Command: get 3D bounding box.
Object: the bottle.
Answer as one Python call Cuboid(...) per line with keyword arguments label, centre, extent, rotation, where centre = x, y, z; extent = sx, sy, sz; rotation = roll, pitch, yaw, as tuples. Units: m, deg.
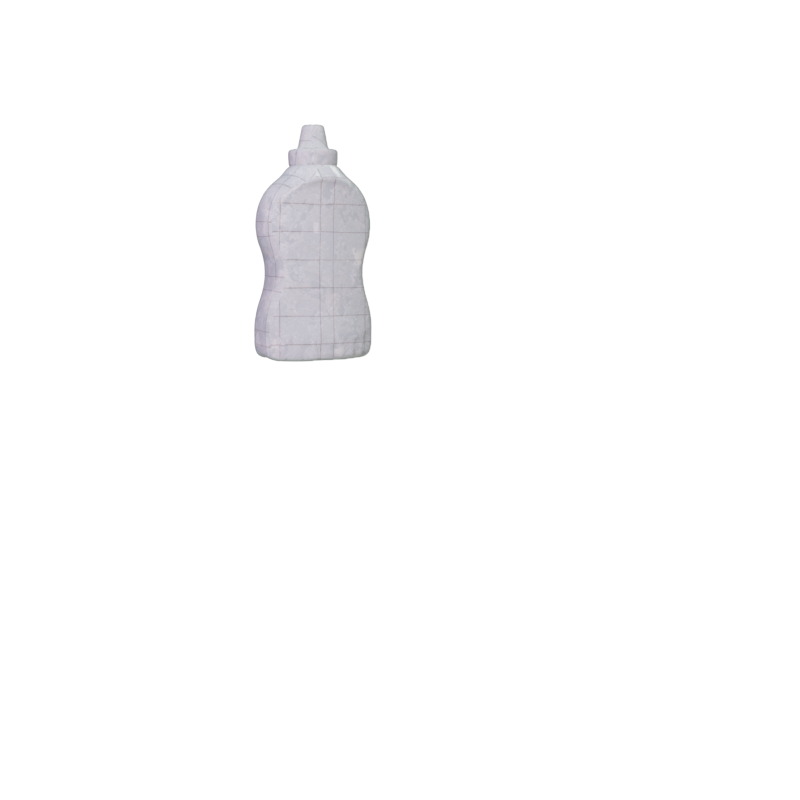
Cuboid(label="bottle", centre=(-0.072, -0.130, 0.914), extent=(0.093, 0.191, 0.060), rotation=(-1, 2, -24))
